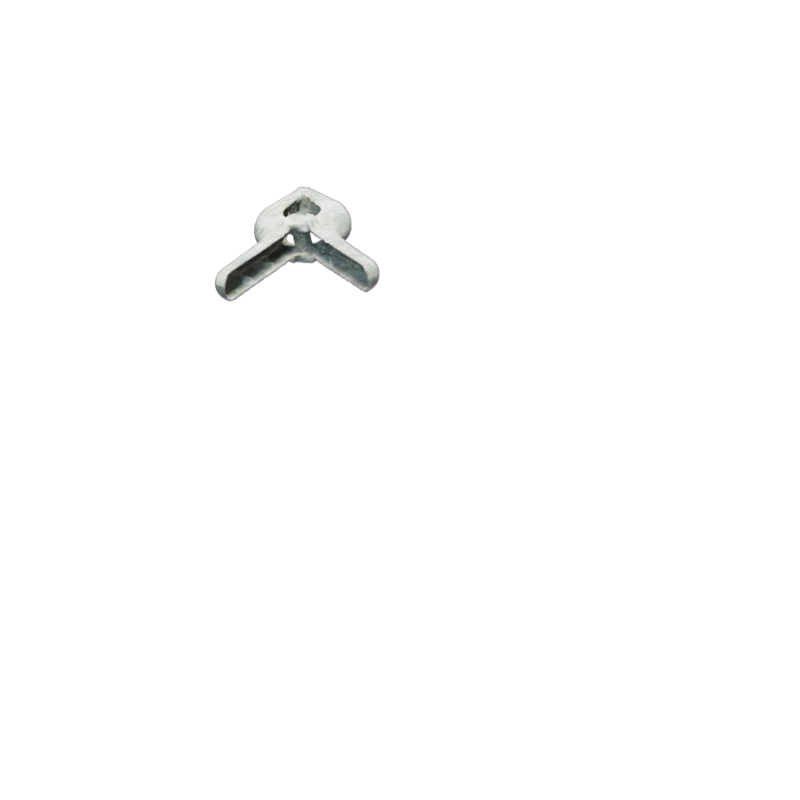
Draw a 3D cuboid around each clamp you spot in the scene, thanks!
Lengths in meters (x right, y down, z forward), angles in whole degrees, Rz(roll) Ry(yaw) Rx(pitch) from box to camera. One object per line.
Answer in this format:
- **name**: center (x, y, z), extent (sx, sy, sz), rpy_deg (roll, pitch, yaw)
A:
- **clamp**: center (-0.068, -0.125, 0.872), extent (0.122, 0.037, 0.180), rpy_deg (5, 34, 7)
